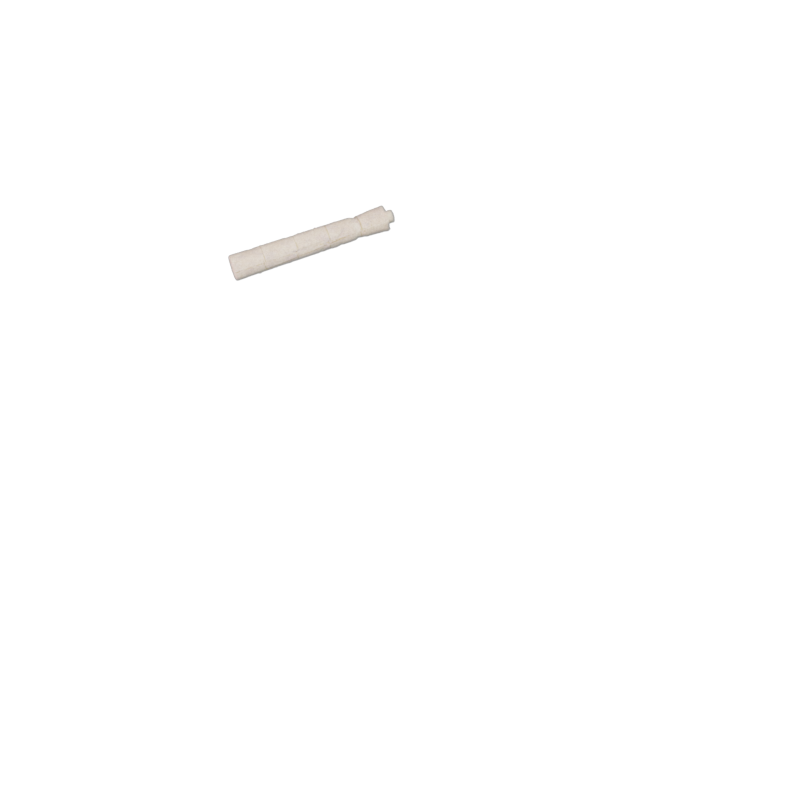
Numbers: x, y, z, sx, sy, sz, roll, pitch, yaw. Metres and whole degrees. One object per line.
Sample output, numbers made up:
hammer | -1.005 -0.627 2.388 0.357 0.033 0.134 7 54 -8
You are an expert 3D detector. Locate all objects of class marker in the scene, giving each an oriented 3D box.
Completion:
marker | -0.061 -0.112 0.782 0.120 0.019 0.020 -19 7 -8
